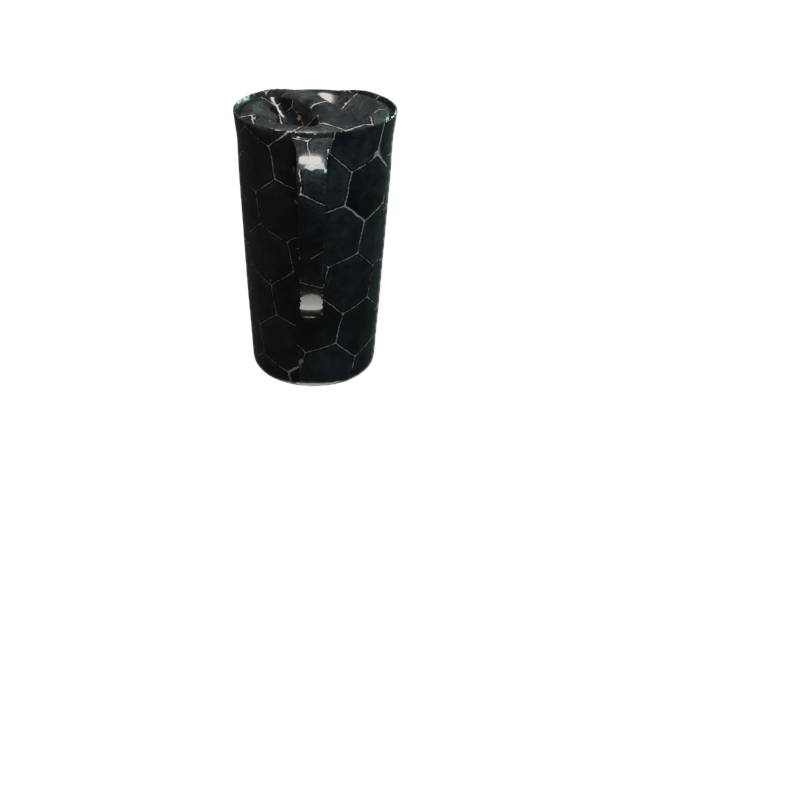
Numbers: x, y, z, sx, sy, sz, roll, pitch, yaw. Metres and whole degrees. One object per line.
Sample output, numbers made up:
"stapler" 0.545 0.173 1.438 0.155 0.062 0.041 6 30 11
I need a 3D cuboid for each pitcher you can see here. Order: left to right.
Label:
"pitcher" -0.073 -0.133 0.935 0.154 0.230 0.148 23 33 37
